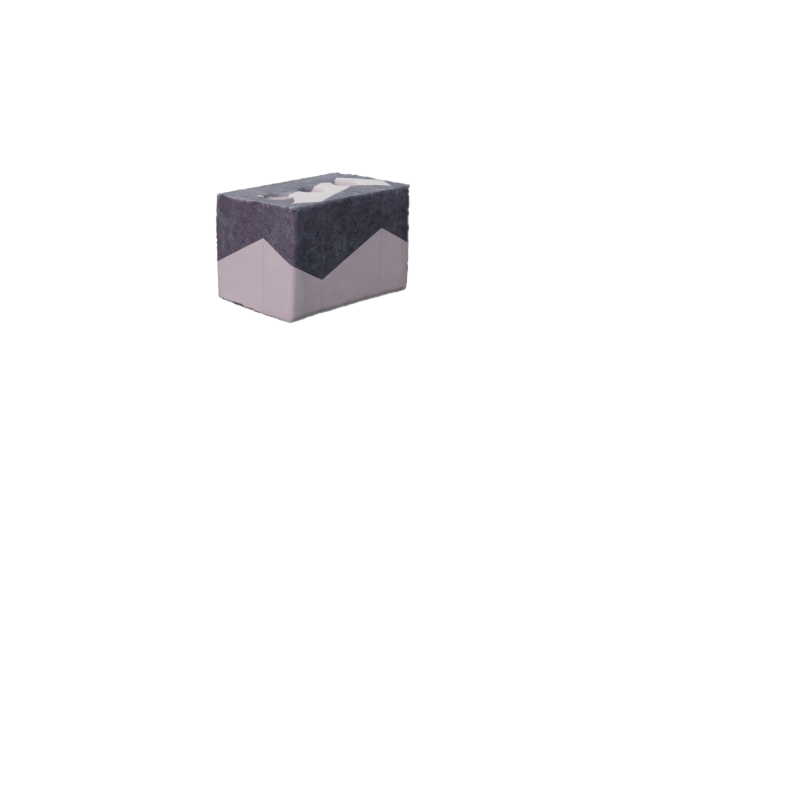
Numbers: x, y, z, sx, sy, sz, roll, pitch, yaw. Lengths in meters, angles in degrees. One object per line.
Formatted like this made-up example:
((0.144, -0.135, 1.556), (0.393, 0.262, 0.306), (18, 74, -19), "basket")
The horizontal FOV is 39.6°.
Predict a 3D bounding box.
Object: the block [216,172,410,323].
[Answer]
((-0.040, -0.073, 0.514), (0.056, 0.049, 0.077), (17, 25, 40), "block")
